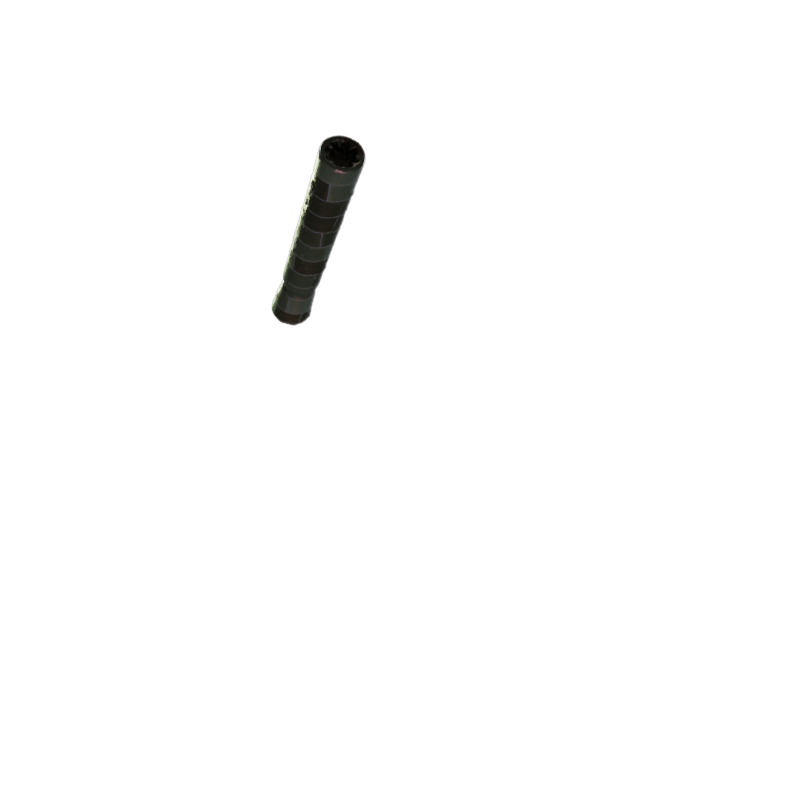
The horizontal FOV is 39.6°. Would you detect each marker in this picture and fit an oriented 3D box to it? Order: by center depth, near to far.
[{"bbox_3d":[-0.037,-0.068,0.476,0.019,0.021,0.115,0,-29,-17],"label":"marker"}]
